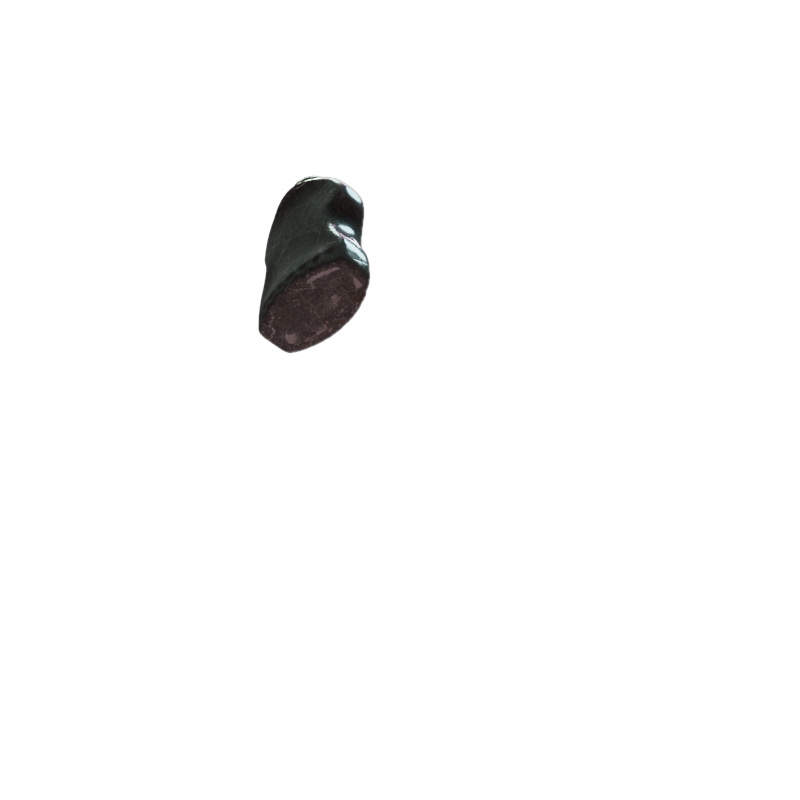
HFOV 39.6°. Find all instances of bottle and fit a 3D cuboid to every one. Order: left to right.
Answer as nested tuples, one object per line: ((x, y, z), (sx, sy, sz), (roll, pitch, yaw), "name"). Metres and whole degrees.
((-0.070, -0.129, 0.903), (0.055, 0.205, 0.094), (35, -62, -27), "bottle")
